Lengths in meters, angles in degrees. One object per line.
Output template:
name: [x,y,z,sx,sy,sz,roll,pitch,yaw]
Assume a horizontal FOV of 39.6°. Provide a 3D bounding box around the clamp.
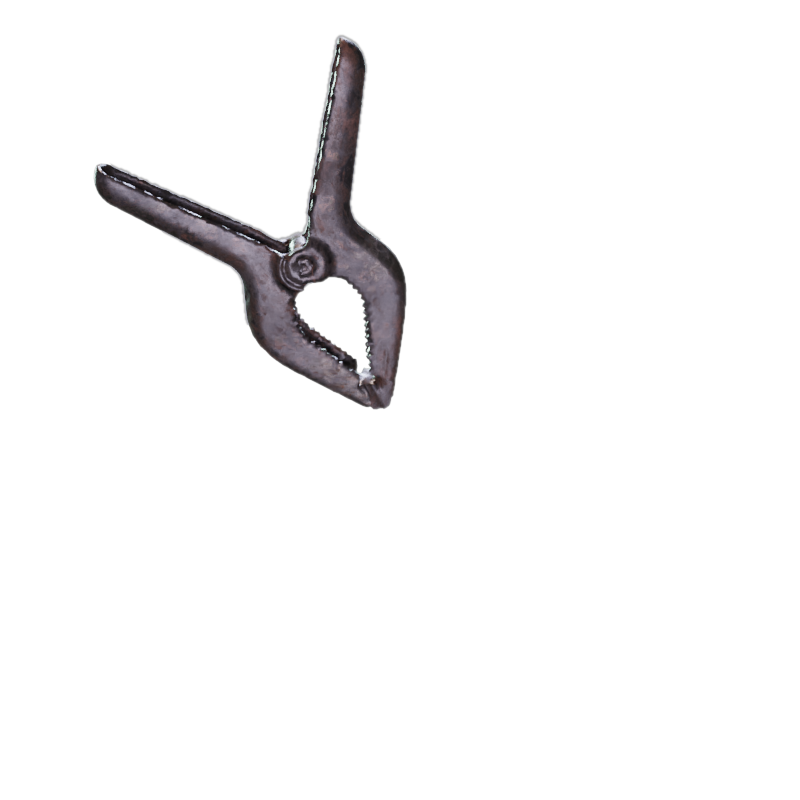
clamp: [-0.049,-0.090,0.630,0.164,0.202,0.038,-33,16,10]
